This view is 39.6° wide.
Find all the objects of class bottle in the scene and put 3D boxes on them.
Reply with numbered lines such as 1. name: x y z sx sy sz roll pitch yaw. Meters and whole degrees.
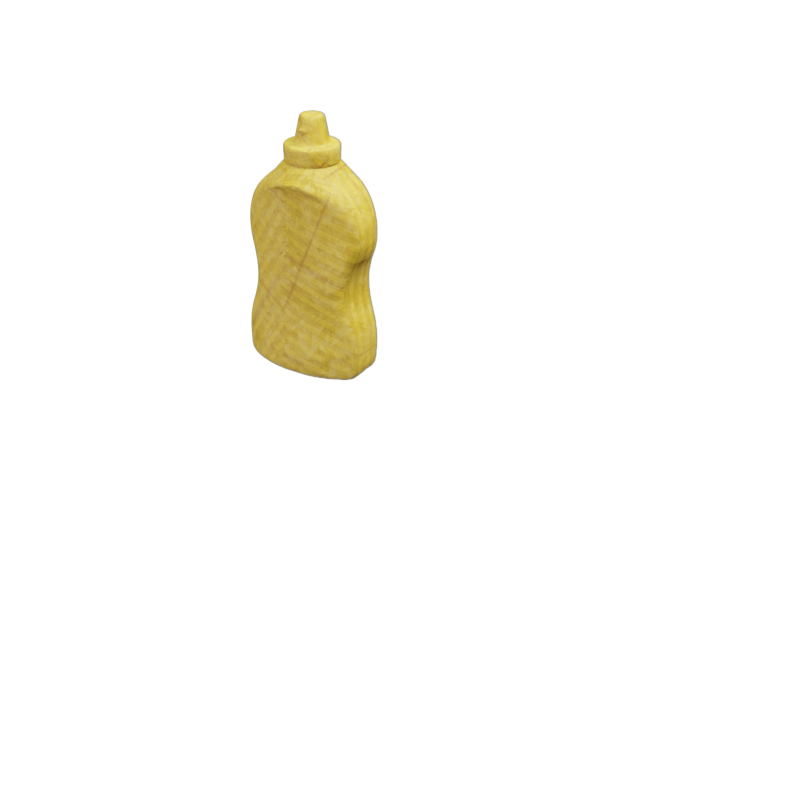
1. bottle: -0.063 -0.114 0.798 0.101 0.182 0.058 17 28 30
